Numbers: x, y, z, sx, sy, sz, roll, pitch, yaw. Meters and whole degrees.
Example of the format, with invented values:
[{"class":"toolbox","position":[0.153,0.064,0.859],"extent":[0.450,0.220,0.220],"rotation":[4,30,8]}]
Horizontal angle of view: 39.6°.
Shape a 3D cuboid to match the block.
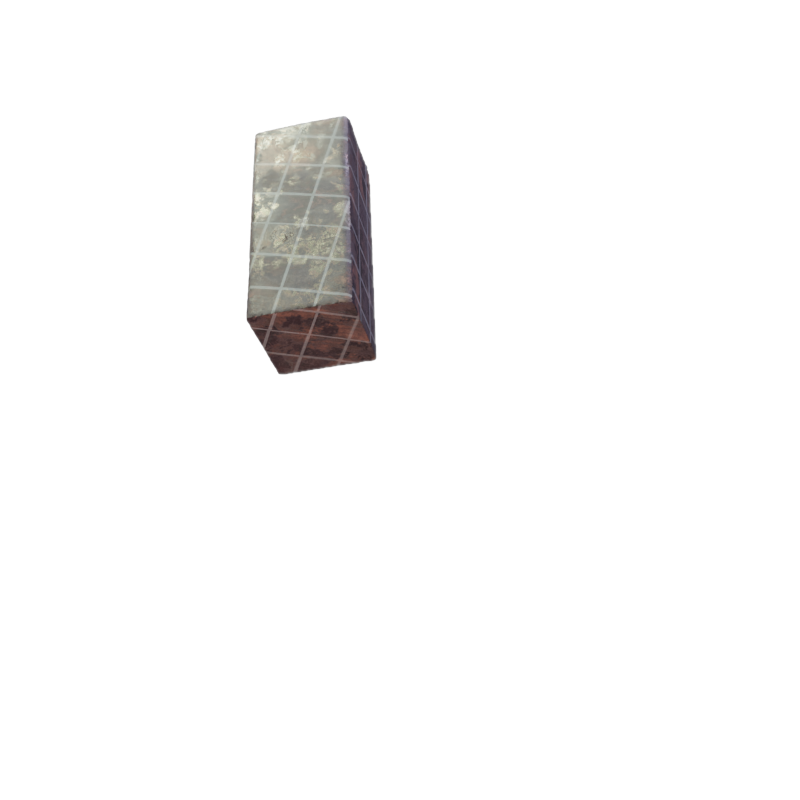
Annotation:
[{"class":"block","position":[-0.076,-0.139,0.973],"extent":[0.091,0.221,0.084],"rotation":[-10,-36,10]}]
